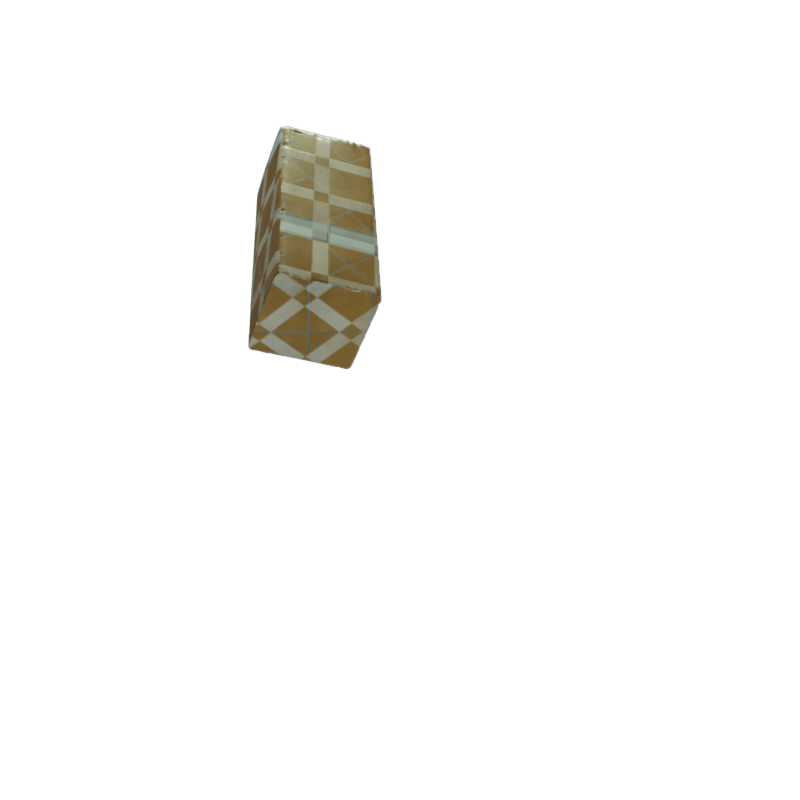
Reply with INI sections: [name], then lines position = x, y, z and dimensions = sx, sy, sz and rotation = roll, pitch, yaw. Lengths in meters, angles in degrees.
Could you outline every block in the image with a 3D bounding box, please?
[block]
position = -0.076, -0.139, 0.972
dimensions = 0.089, 0.086, 0.221
rotation = 12, 42, -15
